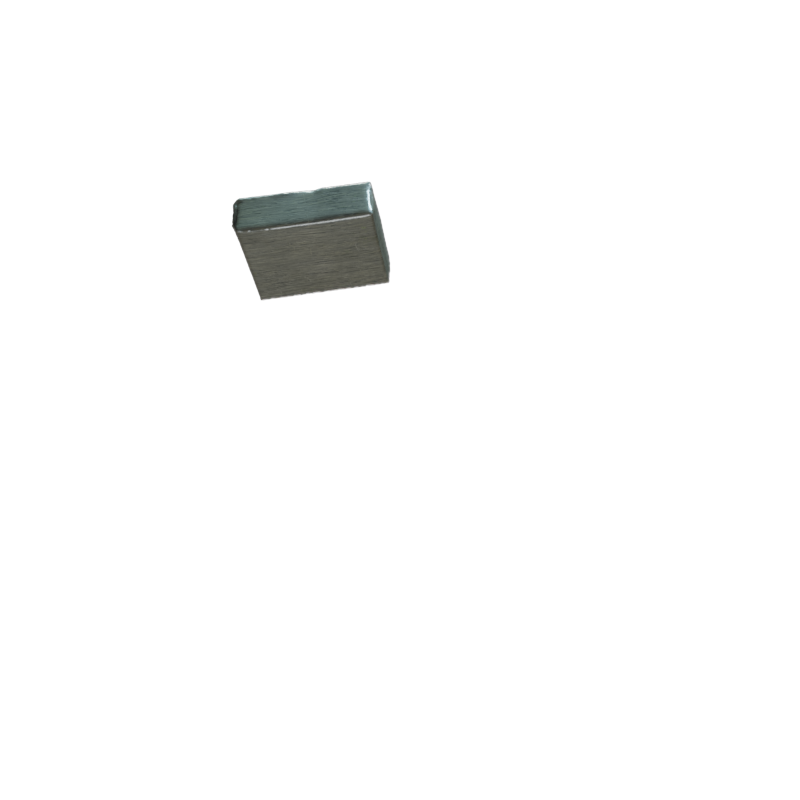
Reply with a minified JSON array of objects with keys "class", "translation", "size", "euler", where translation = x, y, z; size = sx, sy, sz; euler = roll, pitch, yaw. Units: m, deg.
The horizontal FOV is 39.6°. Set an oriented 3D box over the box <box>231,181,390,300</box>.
[{"class":"box","translation":[-0.056,-0.101,0.708],"size":[0.090,0.032,0.068],"euler":[-6,-35,8]}]
